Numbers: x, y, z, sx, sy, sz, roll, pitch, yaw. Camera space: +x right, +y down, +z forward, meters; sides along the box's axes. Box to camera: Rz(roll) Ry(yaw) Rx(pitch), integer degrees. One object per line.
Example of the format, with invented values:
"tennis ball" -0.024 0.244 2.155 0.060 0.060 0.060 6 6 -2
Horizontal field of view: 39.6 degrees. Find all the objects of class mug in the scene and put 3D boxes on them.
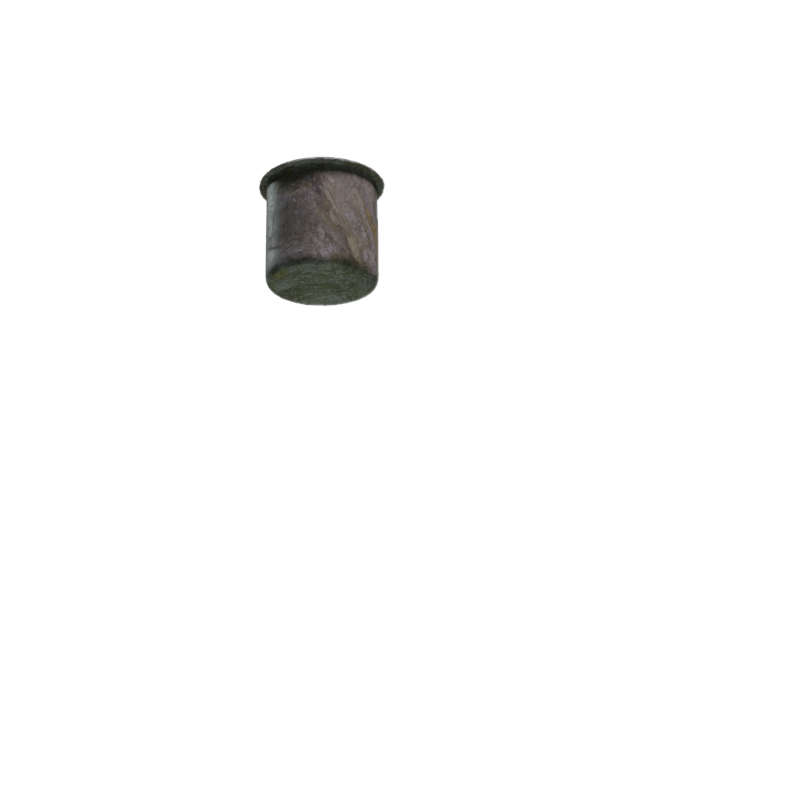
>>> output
"mug" -0.064 -0.117 0.816 0.089 0.086 0.117 13 -24 -32
